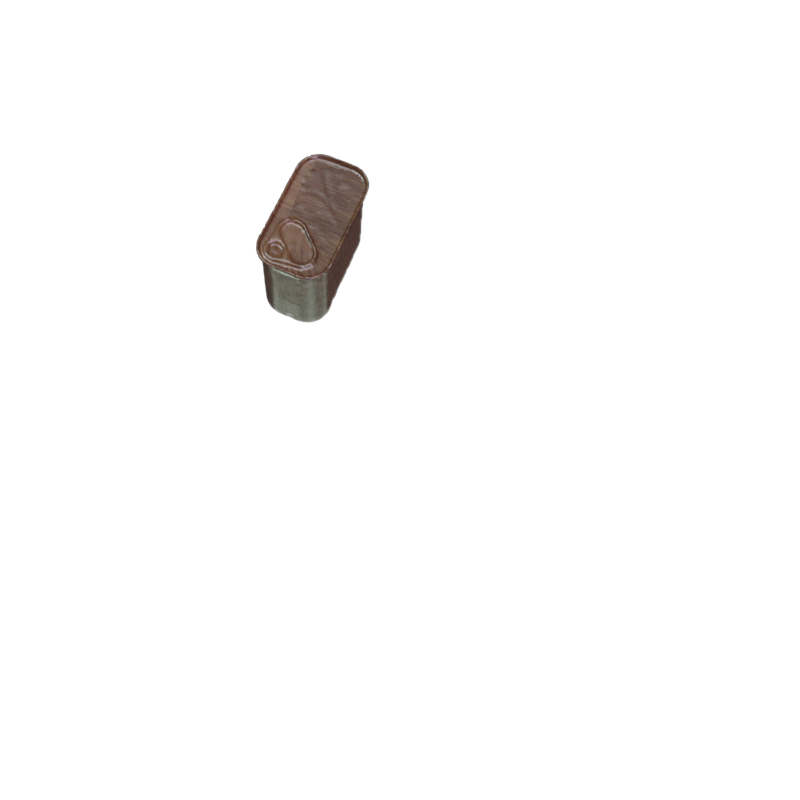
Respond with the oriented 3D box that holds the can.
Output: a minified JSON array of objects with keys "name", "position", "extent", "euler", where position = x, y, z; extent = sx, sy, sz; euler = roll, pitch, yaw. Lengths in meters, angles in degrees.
[{"name":"can","position":[-0.065,-0.119,0.834],"extent":[0.059,0.106,0.079],"euler":[21,-24,6]}]
